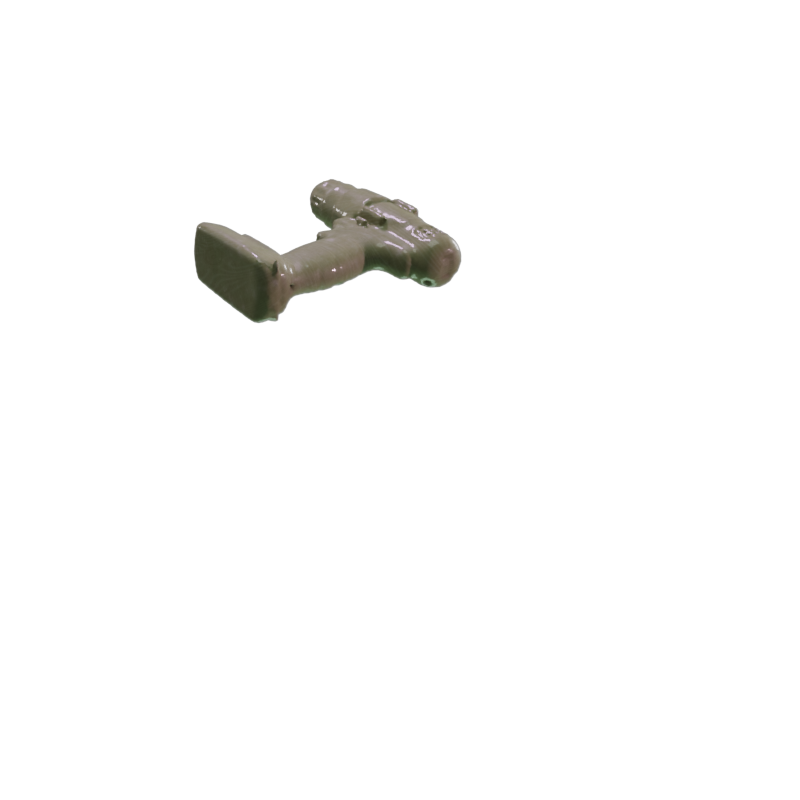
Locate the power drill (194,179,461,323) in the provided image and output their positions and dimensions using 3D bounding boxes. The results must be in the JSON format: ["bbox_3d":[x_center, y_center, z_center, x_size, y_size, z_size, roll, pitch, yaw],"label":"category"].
[{"bbox_3d":[-0.072,-0.131,0.917,0.185,0.054,0.198,-19,34,-31],"label":"power drill"}]
